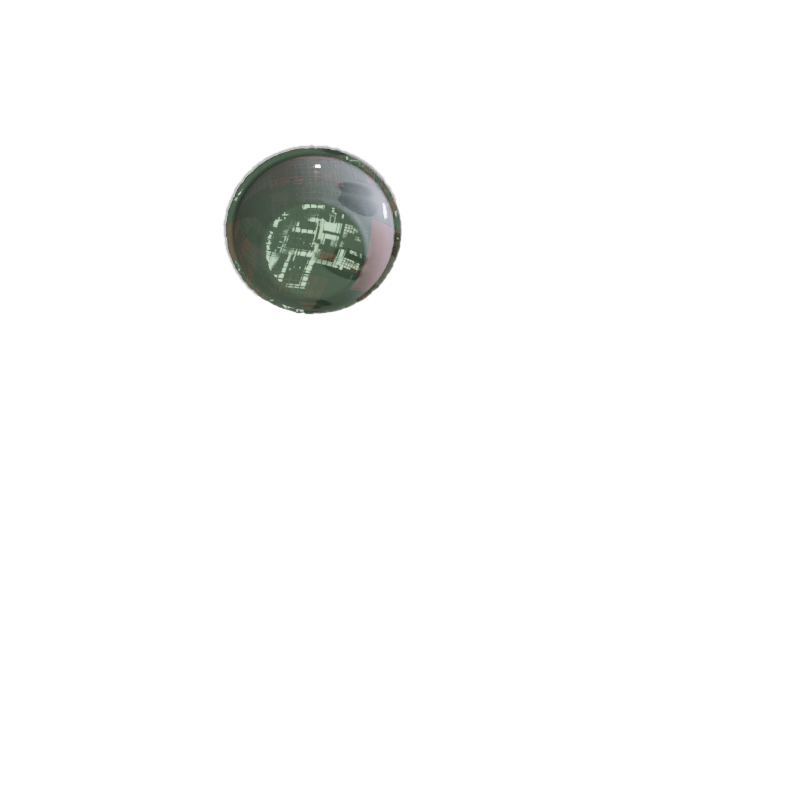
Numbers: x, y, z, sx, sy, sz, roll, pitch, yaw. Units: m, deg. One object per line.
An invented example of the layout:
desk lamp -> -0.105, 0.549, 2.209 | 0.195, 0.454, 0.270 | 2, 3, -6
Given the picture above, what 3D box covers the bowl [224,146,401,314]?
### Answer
bowl -> -0.077, -0.141, 0.989 | 0.162, 0.155, 0.058 | 1, 21, -1
